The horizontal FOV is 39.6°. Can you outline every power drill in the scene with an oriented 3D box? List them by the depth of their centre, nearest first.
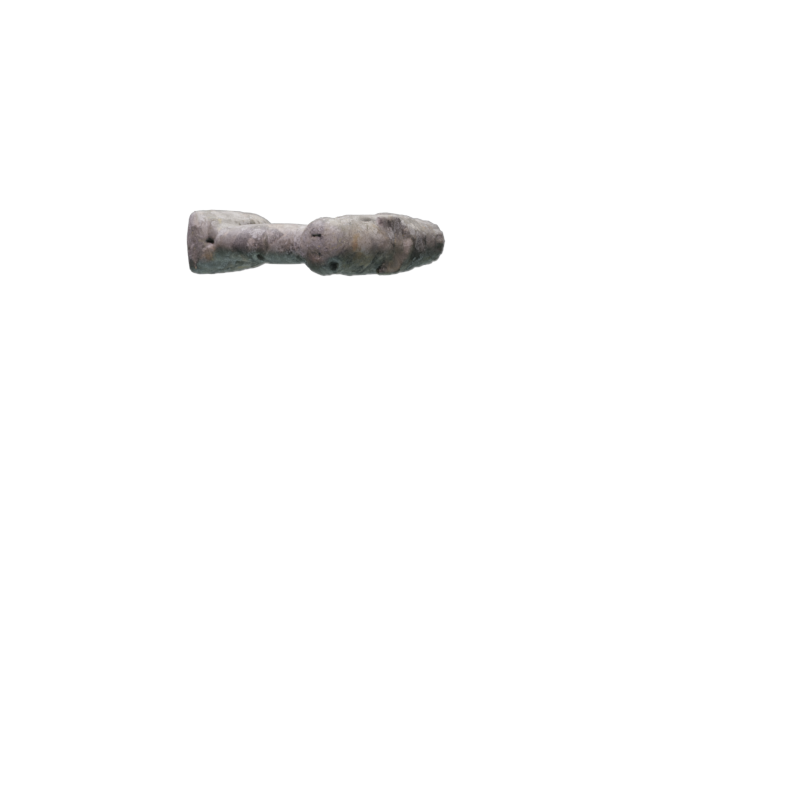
[{"bbox_3d":[-0.075,-0.137,0.958,0.195,0.057,0.179,4,8,33],"label":"power drill"}]
